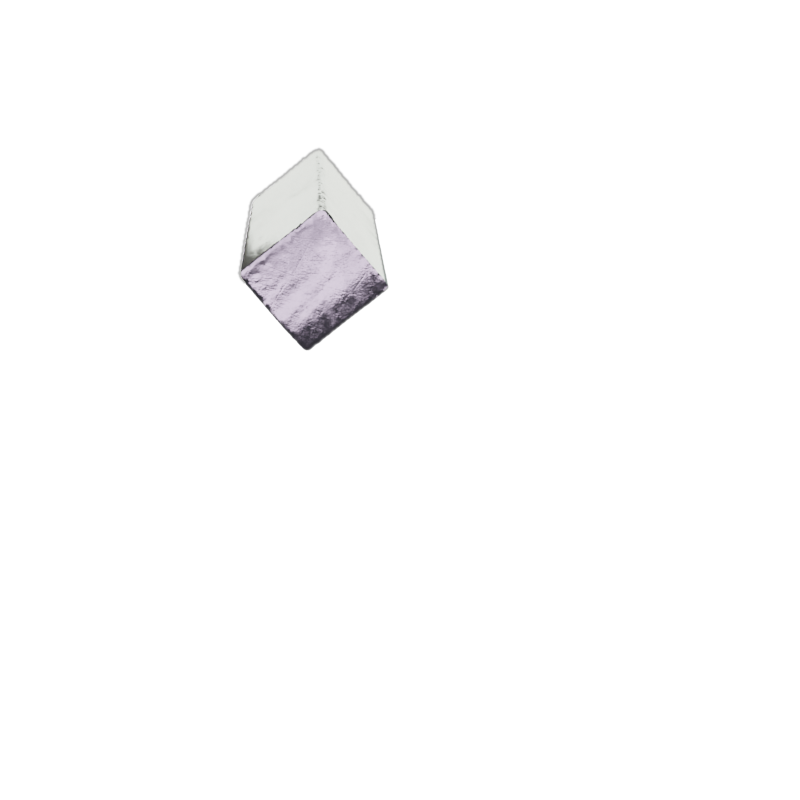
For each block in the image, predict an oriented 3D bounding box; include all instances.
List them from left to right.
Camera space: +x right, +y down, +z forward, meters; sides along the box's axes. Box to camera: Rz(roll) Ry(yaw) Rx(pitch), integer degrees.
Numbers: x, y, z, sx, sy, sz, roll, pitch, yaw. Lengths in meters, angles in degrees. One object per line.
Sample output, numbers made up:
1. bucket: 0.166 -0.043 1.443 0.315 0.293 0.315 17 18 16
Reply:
1. block: -0.078 -0.141 0.988 0.090 0.086 0.217 -37 22 12
